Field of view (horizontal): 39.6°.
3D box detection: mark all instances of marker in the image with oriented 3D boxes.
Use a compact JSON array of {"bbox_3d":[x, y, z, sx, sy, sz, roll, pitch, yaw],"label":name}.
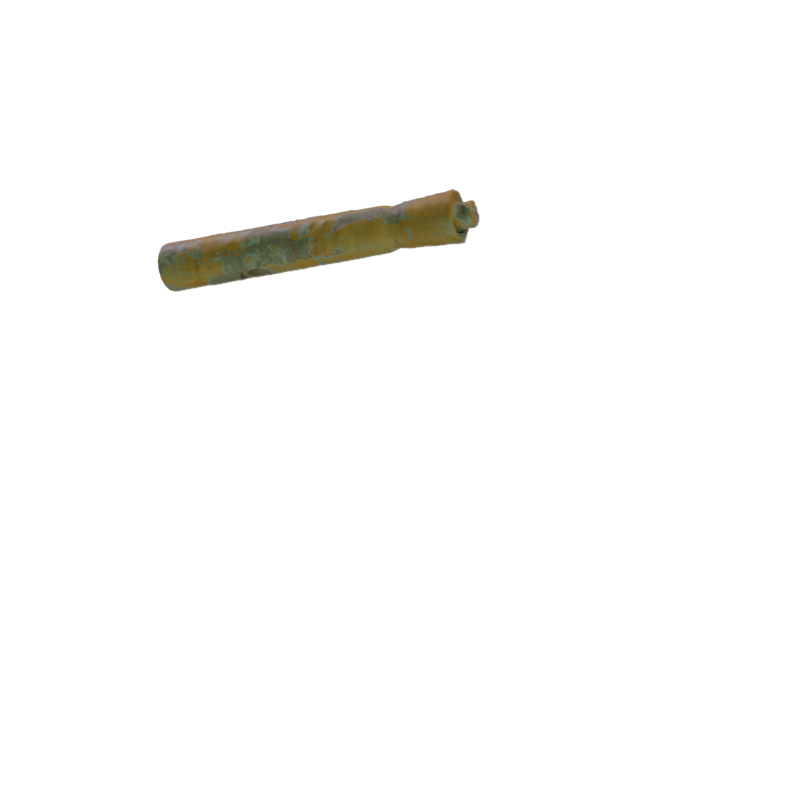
[{"bbox_3d":[-0.031,-0.057,0.397,0.123,0.020,0.019,-7,1,23],"label":"marker"}]
